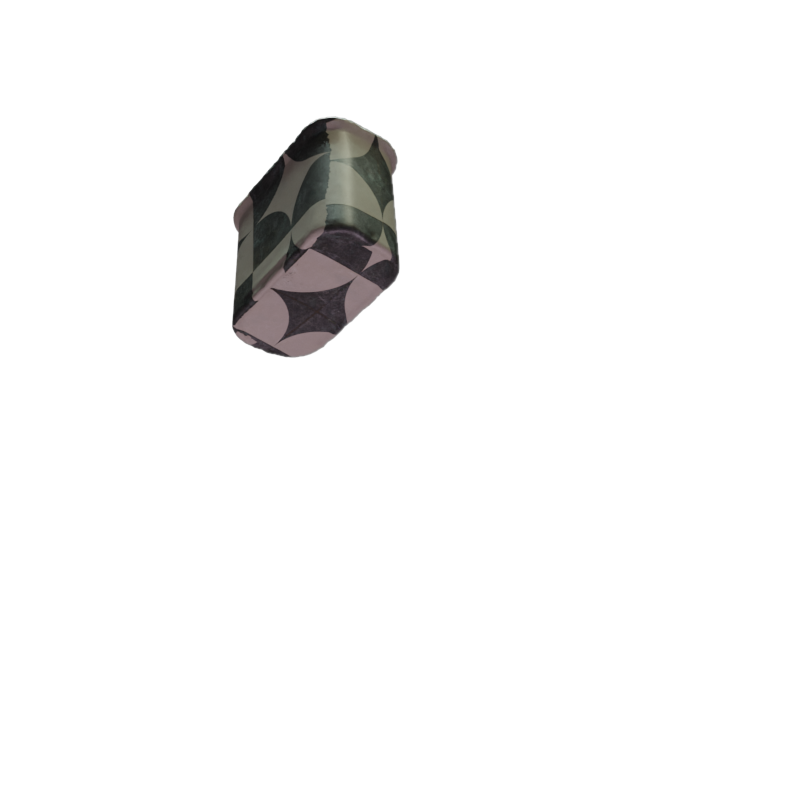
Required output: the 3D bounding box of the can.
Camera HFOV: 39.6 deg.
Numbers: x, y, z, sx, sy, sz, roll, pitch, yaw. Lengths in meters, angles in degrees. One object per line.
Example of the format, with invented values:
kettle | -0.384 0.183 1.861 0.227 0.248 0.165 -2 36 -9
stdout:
can | -0.045 -0.083 0.578 0.055 0.090 0.100 26 -49 -28
